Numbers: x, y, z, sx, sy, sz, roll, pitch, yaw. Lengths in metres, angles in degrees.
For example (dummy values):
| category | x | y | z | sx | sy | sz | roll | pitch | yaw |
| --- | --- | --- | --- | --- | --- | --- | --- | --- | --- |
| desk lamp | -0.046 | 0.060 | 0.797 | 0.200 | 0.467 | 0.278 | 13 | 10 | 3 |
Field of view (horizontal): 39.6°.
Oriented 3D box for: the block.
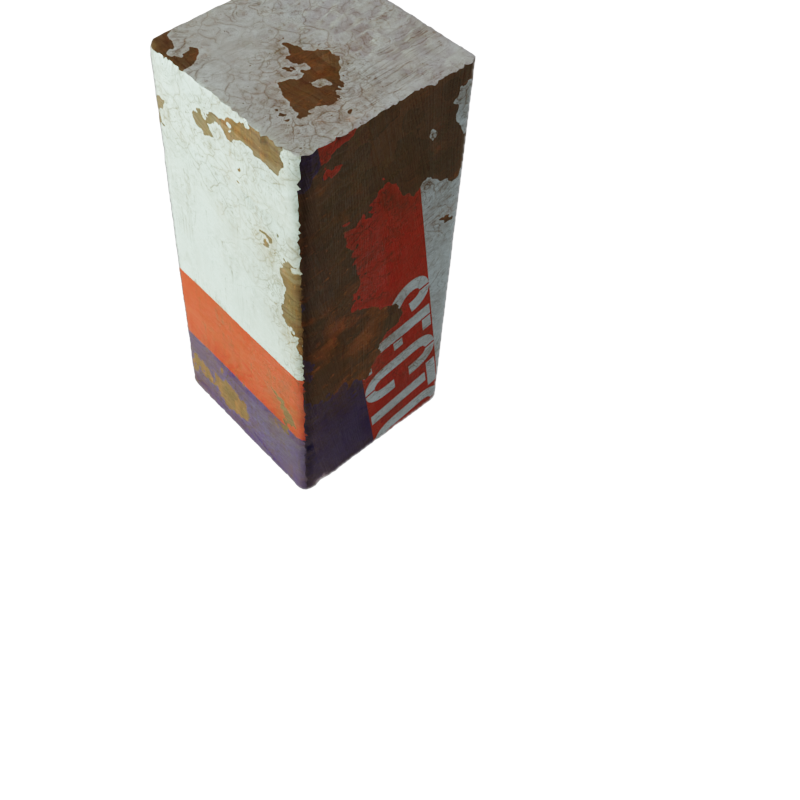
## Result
| category | x | y | z | sx | sy | sz | roll | pitch | yaw |
| --- | --- | --- | --- | --- | --- | --- | --- | --- | --- |
| block | -0.038 | -0.069 | 0.481 | 0.091 | 0.192 | 0.097 | -34 | 60 | -27 |
